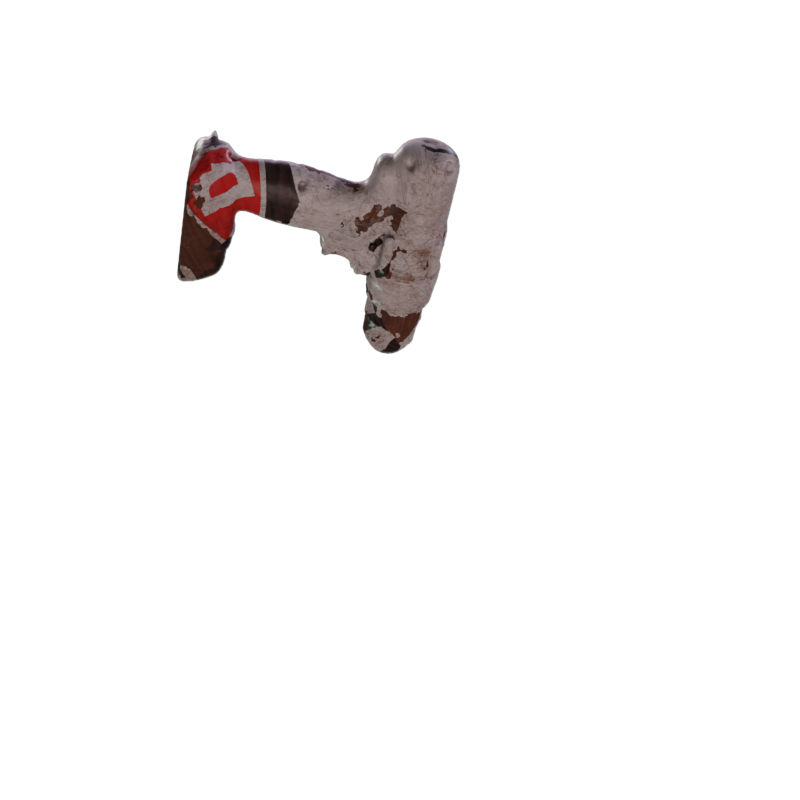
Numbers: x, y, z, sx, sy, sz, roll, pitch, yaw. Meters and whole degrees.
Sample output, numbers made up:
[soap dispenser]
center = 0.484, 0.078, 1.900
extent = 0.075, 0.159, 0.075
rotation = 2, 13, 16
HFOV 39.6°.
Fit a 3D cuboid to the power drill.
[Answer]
[power drill]
center = -0.062, -0.113, 0.792
extent = 0.186, 0.174, 0.061
rotation = 7, 39, -6
